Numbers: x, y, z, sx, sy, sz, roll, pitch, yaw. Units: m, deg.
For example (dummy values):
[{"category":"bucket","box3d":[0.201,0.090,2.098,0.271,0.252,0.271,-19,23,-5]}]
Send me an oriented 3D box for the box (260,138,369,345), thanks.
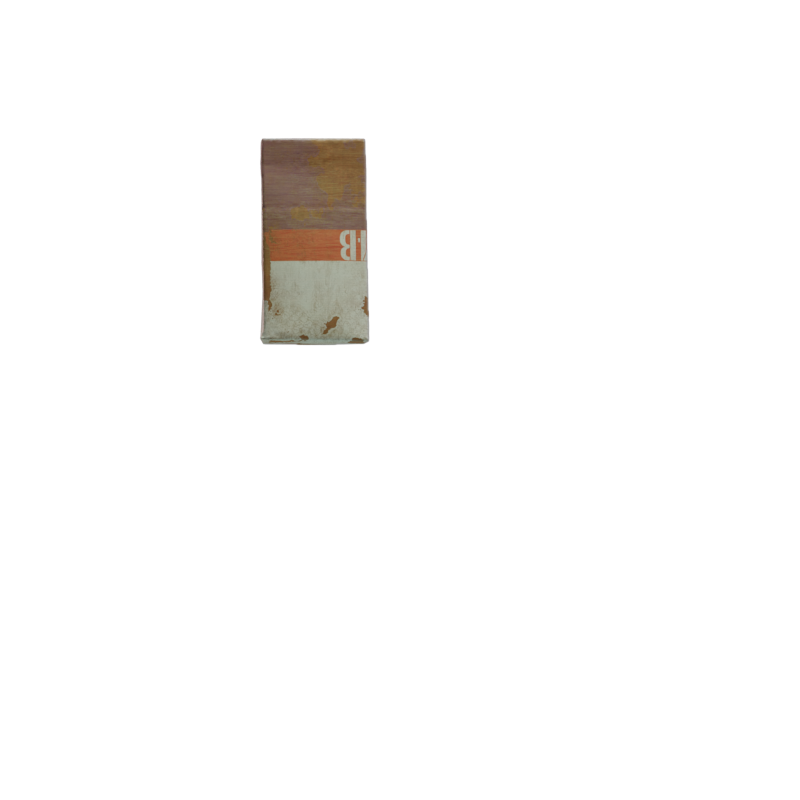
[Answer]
[{"category":"box","box3d":[-0.075,-0.137,0.960,0.093,0.181,0.047,0,-10,-4]}]
